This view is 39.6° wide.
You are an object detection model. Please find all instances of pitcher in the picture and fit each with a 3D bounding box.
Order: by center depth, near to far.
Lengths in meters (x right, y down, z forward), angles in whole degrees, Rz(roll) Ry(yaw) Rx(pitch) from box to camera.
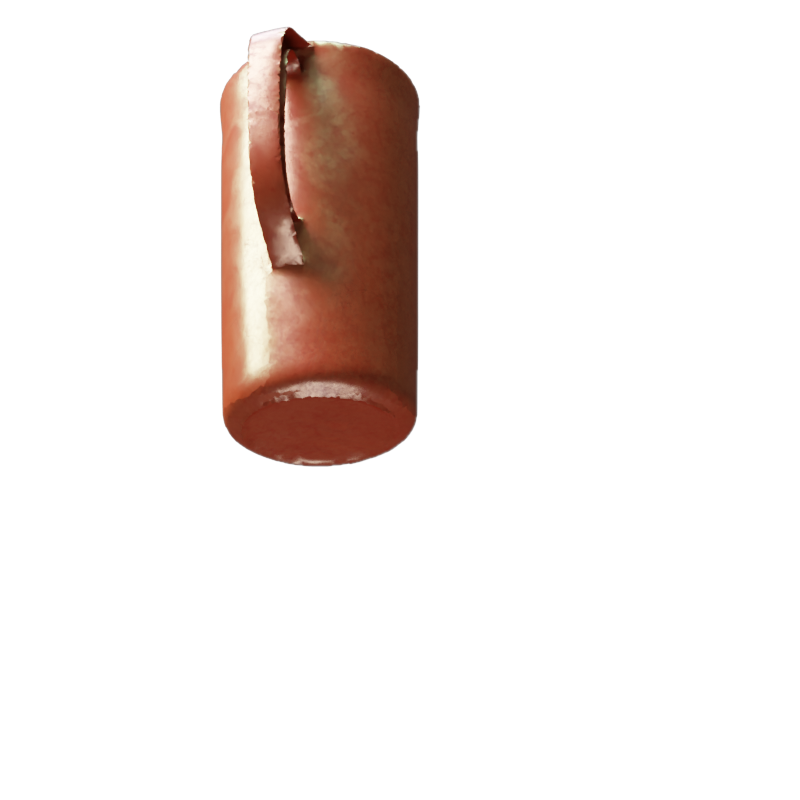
[{"bbox_3d":[-0.052,-0.095,0.668,0.143,0.260,0.142,16,-37,-26],"label":"pitcher"}]
